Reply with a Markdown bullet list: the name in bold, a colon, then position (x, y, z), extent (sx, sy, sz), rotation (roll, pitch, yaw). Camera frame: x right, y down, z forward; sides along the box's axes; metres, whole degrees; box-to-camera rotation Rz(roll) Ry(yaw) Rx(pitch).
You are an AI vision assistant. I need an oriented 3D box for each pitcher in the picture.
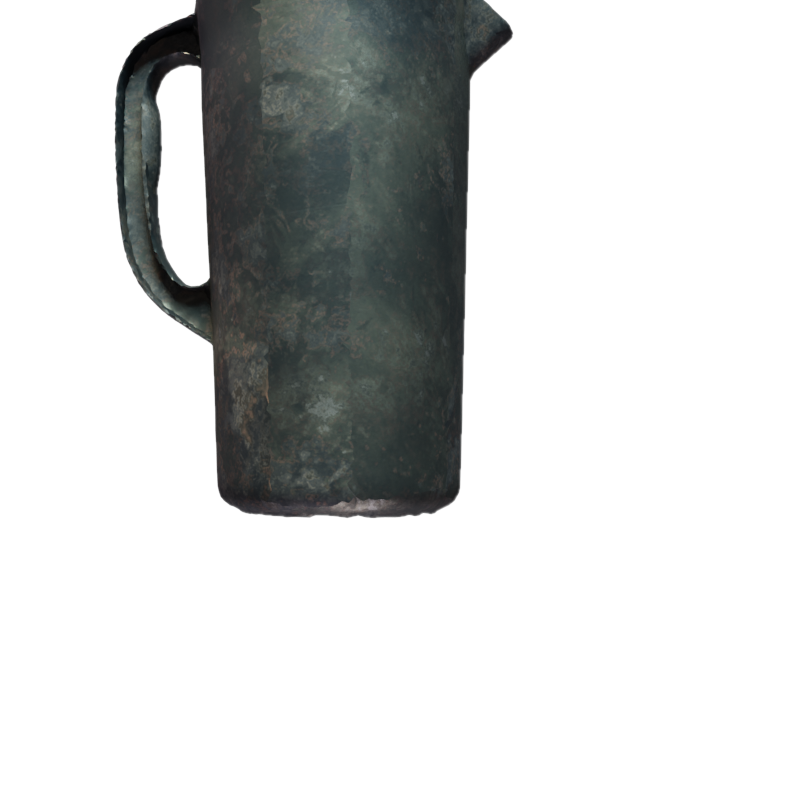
- **pitcher**: position (-0.040, -0.073, 0.514), extent (0.138, 0.248, 0.153), rotation (6, -10, -40)
